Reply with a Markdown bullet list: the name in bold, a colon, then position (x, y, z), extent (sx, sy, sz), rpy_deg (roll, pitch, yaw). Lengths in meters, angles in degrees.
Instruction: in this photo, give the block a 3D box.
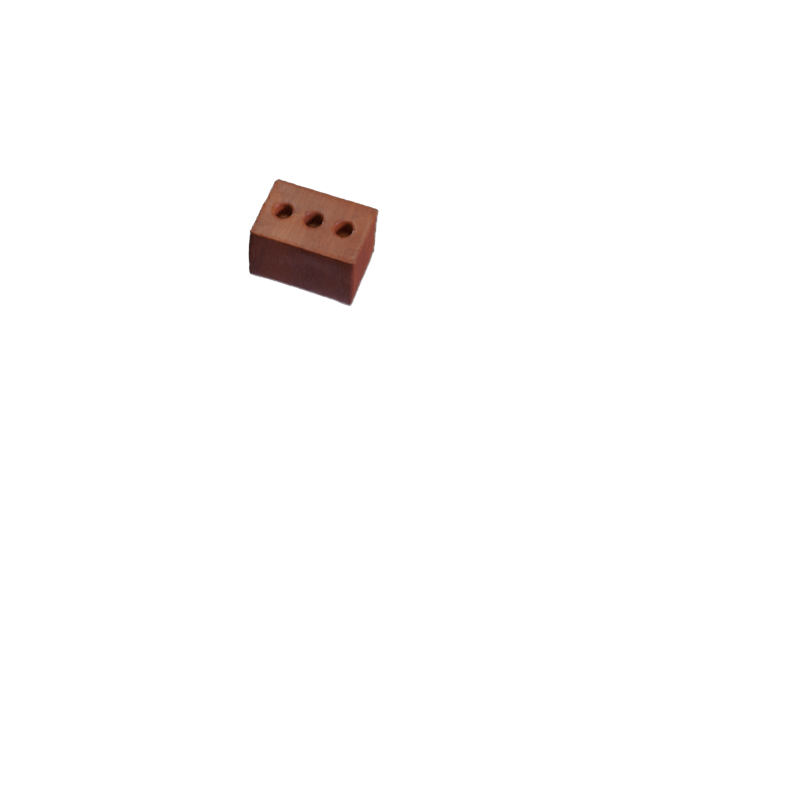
- **block**: position (-0.060, -0.110, 0.768), extent (0.080, 0.055, 0.048), rpy_deg (17, -32, 10)
